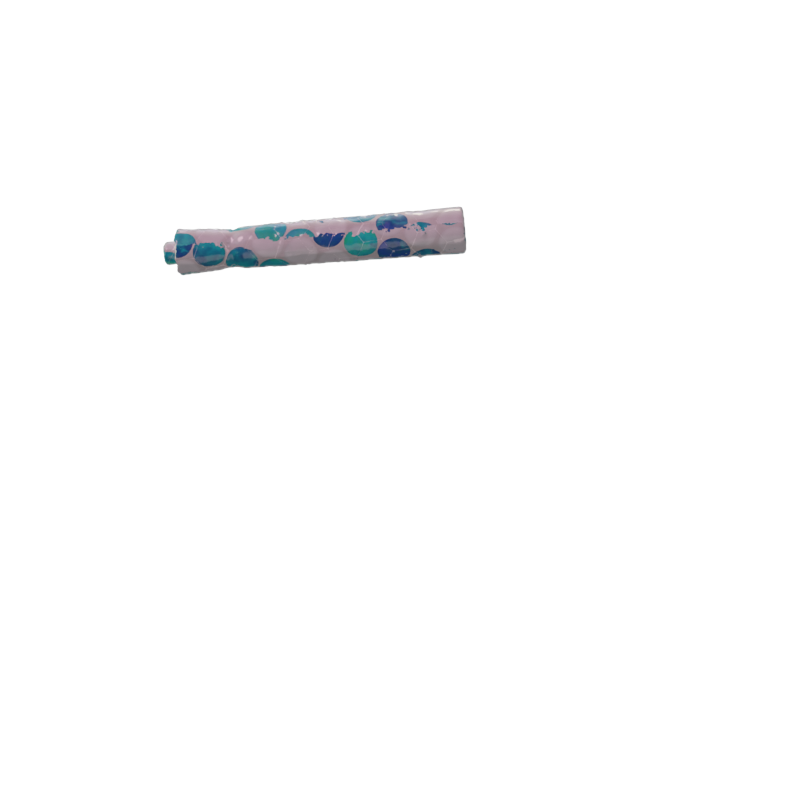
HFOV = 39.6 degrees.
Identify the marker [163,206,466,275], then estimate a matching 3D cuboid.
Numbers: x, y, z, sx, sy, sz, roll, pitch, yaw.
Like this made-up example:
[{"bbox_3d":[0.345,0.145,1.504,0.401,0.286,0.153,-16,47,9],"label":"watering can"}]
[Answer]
[{"bbox_3d":[-0.035,-0.064,0.446,0.121,0.020,0.020,-4,4,5],"label":"marker"}]
